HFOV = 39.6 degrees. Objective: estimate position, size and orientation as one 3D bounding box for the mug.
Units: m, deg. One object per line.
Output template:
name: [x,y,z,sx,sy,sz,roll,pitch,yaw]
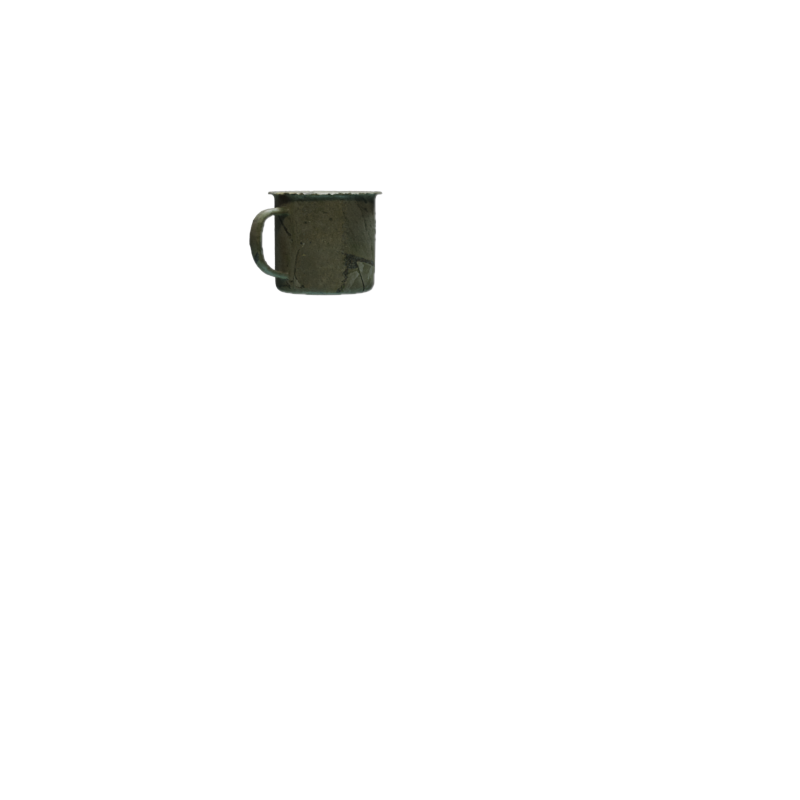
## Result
mug: [-0.070,-0.128,0.895,0.113,0.080,0.098,-7,11,-40]
